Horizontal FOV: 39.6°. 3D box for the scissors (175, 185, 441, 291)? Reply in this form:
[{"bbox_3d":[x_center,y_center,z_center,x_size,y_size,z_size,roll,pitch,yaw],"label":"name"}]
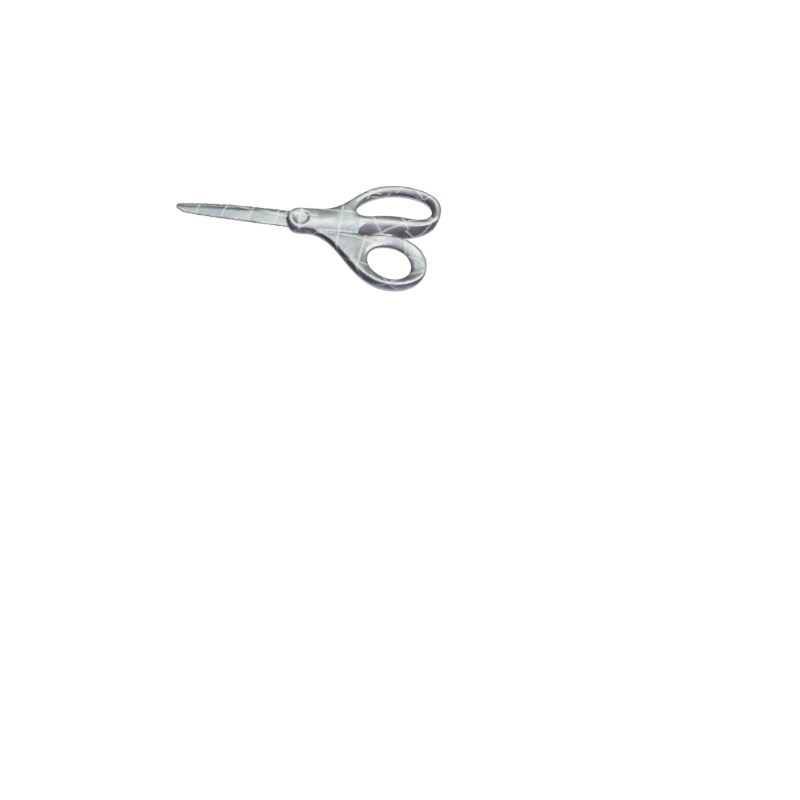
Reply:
[{"bbox_3d":[-0.066,-0.120,0.842,0.201,0.102,0.015,-8,-27,-4],"label":"scissors"}]
